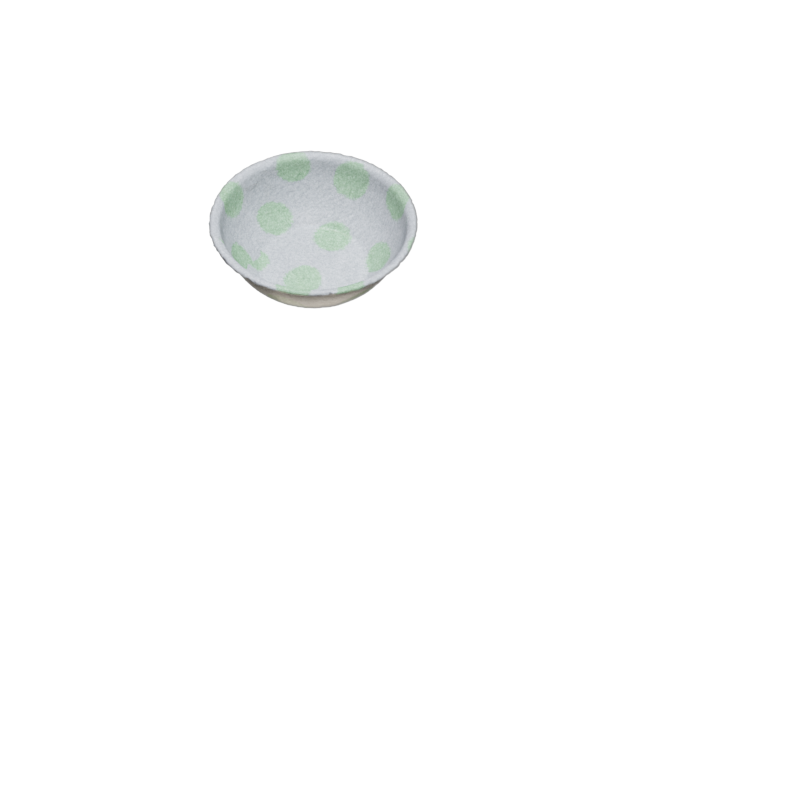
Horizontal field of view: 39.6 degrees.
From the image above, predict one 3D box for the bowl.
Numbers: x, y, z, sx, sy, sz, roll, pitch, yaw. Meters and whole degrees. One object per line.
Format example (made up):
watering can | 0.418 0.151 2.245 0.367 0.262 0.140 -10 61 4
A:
bowl | -0.068 -0.125 0.875 0.162 0.174 0.051 -1 -42 -1
